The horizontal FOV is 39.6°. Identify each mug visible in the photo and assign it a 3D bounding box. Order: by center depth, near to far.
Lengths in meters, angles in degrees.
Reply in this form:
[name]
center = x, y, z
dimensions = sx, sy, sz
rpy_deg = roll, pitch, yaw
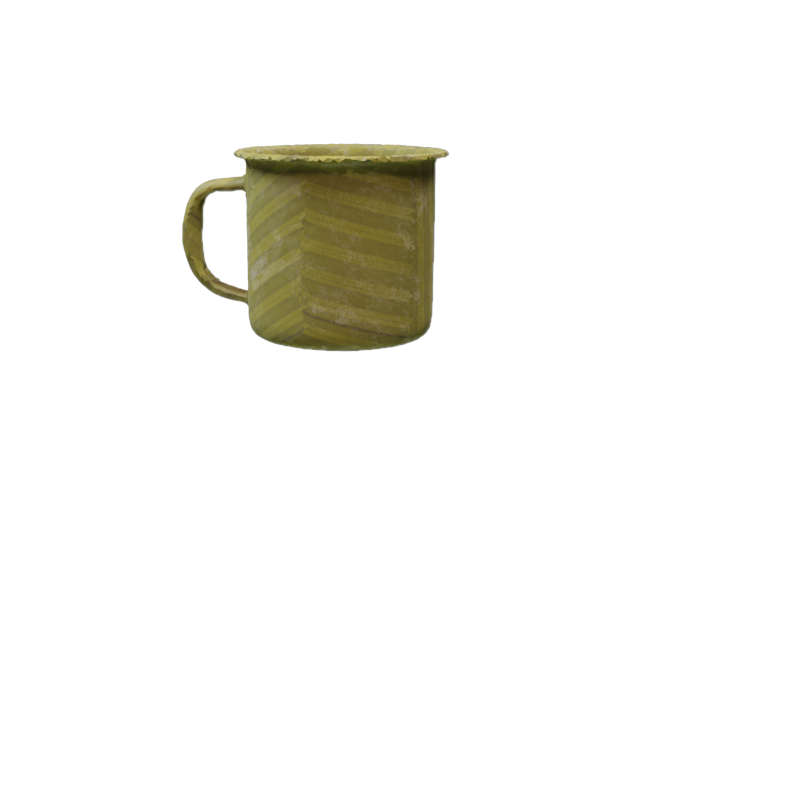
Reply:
[mug]
center = -0.038, -0.070, 0.488
dimensions = 0.118, 0.080, 0.095
rpy_deg = 1, 13, 2
